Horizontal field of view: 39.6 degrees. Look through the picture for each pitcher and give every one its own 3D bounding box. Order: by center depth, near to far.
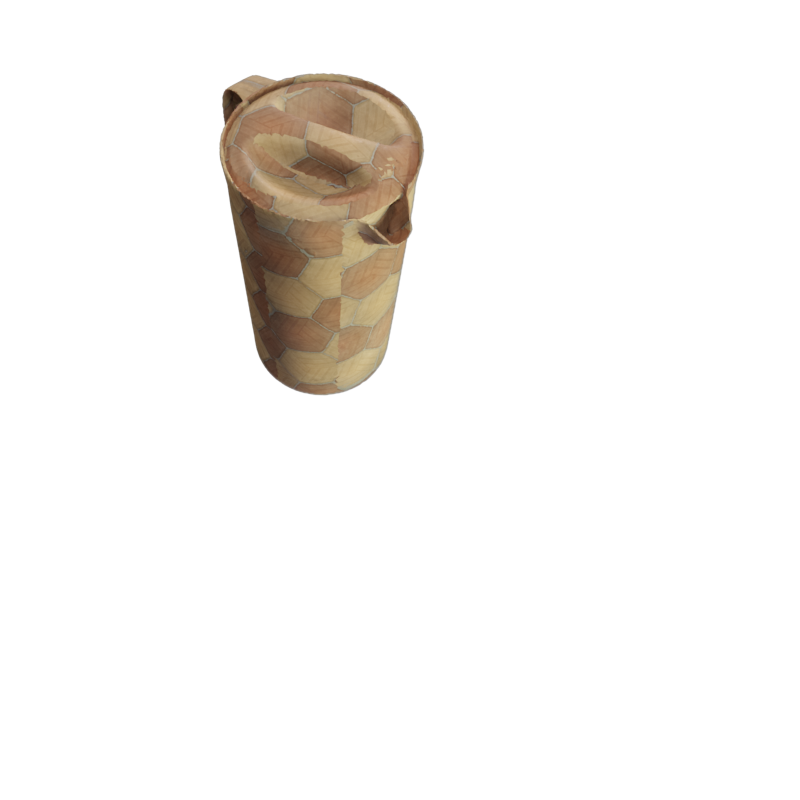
[{"bbox_3d":[-0.064,-0.116,0.813,0.145,0.159,0.227,5,-34,0],"label":"pitcher"}]
